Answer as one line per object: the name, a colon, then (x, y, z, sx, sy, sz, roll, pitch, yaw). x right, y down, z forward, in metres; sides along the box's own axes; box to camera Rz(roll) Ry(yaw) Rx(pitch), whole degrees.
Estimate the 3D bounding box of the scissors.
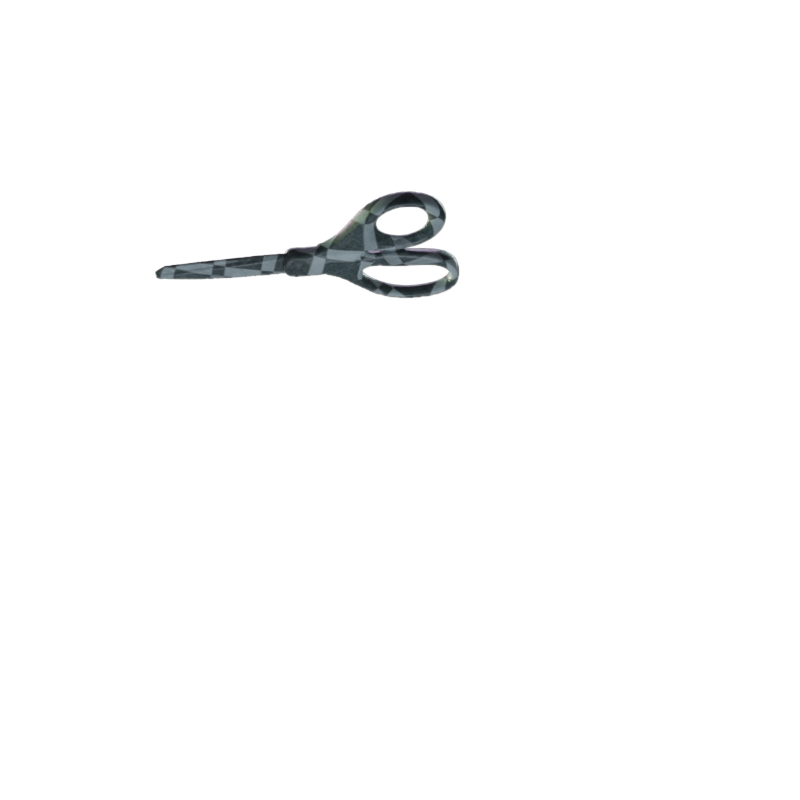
scissors: (-0.057, -0.104, 0.725, 0.200, 0.017, 0.090, 6, -44, -6)
